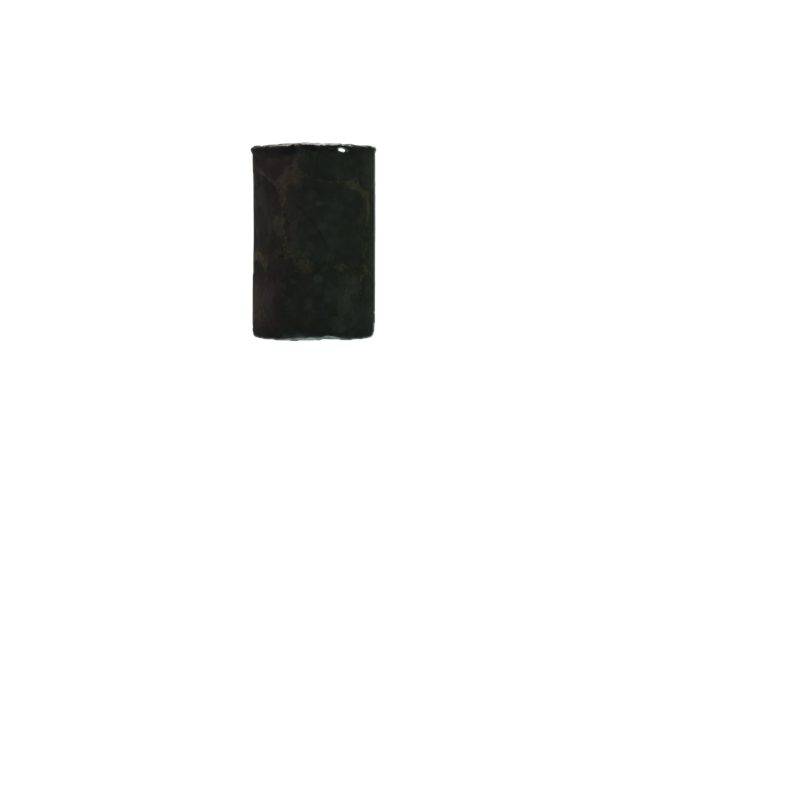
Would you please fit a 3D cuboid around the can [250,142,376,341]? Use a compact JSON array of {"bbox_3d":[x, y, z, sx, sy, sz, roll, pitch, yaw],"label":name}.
[{"bbox_3d":[-0.047,-0.085,0.598,0.068,0.102,0.069,0,3,-2],"label":"can"}]
